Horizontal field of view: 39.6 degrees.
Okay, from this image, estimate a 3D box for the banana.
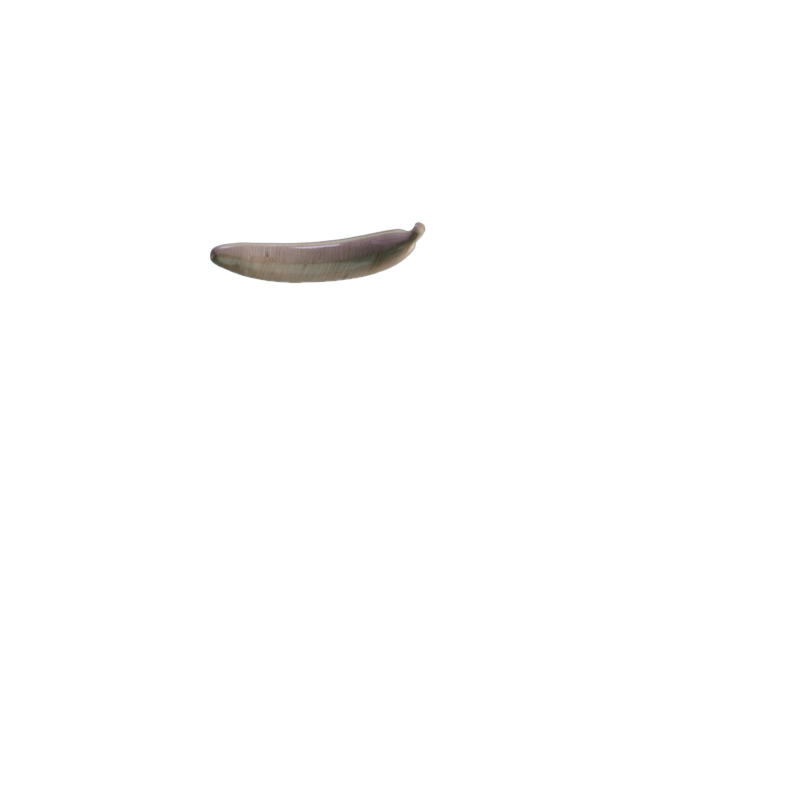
[{"bbox_3d":[-0.071,-0.134,1.009,0.200,0.039,0.064,-7,-32,11],"label":"banana"}]
